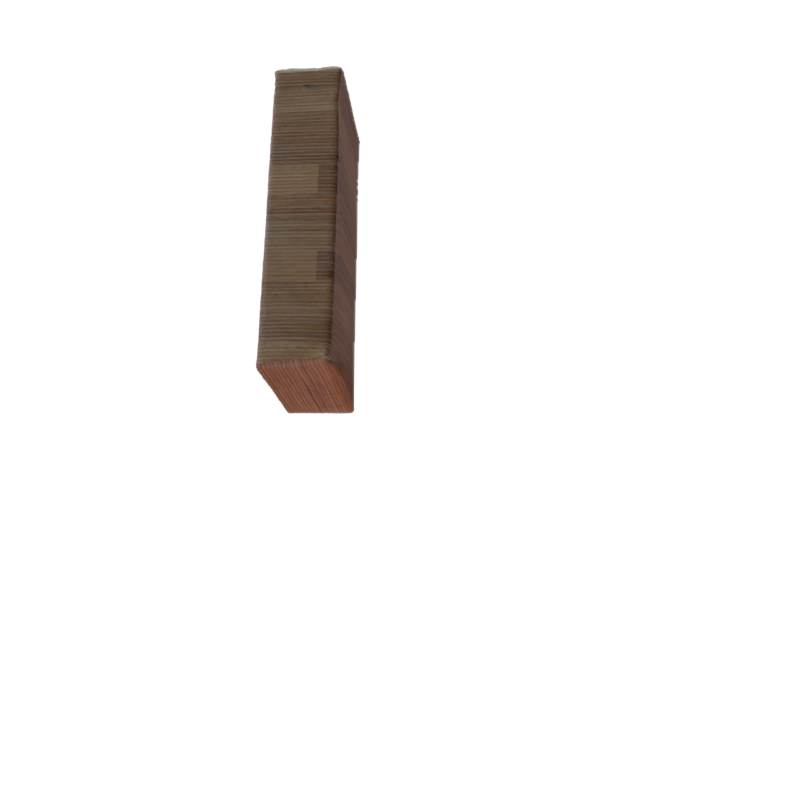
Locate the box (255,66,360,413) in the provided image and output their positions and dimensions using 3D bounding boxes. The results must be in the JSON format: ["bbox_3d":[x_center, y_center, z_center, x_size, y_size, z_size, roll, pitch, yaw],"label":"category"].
[{"bbox_3d":[-0.049,-0.089,0.627,0.048,0.186,0.088,-4,-22,5],"label":"box"}]
